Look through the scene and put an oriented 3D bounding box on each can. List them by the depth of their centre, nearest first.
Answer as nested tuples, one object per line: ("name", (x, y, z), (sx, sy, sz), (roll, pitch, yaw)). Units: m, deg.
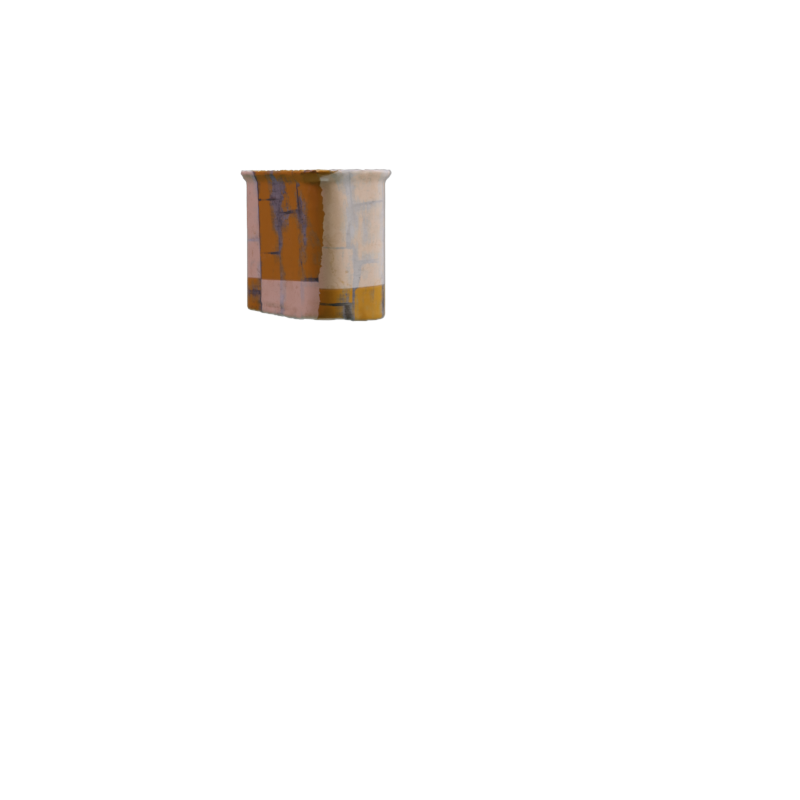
("can", (-0.050, -0.092, 0.643), (0.056, 0.083, 0.107), (-3, 9, -33))
